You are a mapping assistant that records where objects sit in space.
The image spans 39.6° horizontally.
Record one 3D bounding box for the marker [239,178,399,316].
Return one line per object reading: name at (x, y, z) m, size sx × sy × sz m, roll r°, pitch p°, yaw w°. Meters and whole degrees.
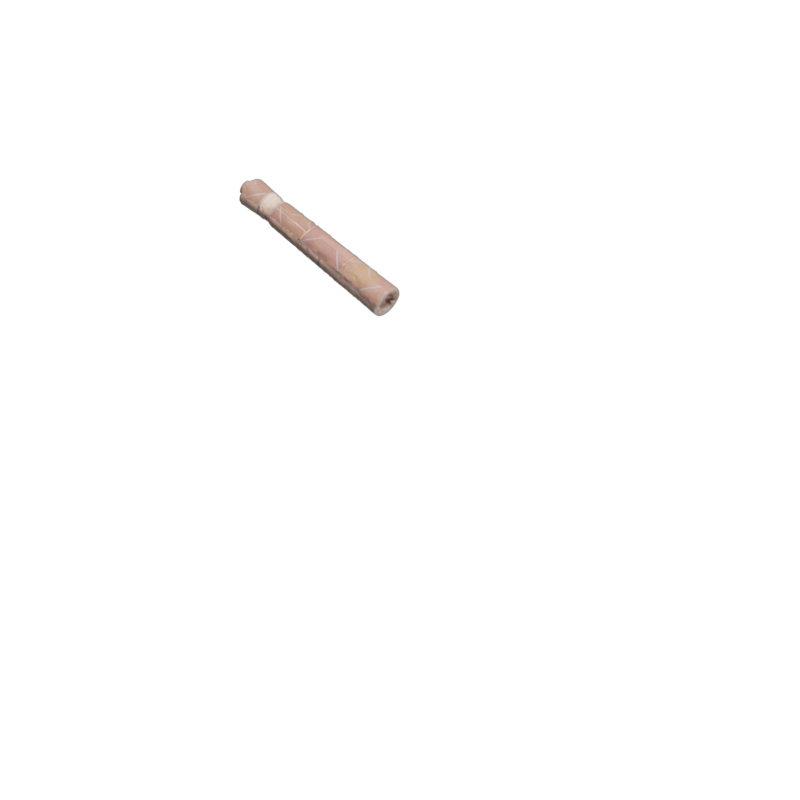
marker at (-0.049, -0.090, 0.629) m, size 0.129 × 0.019 × 0.019 m, roll 41°, pitch 25°, yaw 28°
